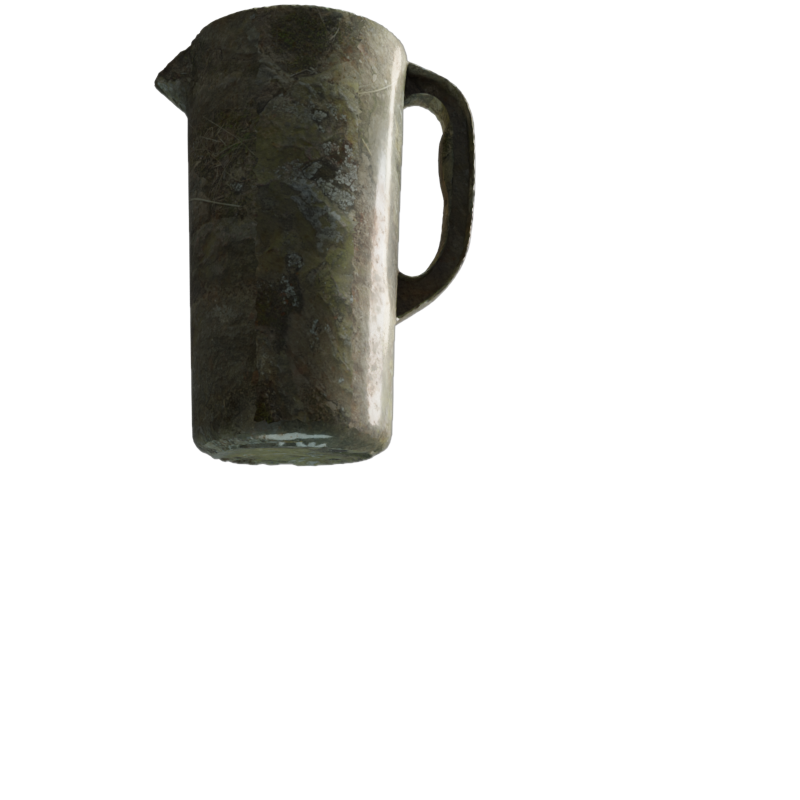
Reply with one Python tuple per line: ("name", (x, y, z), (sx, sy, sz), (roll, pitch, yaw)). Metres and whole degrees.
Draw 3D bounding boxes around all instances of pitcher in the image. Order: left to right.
("pitcher", (-0.049, -0.090, 0.631), (0.152, 0.253, 0.136), (-12, -19, 34))
